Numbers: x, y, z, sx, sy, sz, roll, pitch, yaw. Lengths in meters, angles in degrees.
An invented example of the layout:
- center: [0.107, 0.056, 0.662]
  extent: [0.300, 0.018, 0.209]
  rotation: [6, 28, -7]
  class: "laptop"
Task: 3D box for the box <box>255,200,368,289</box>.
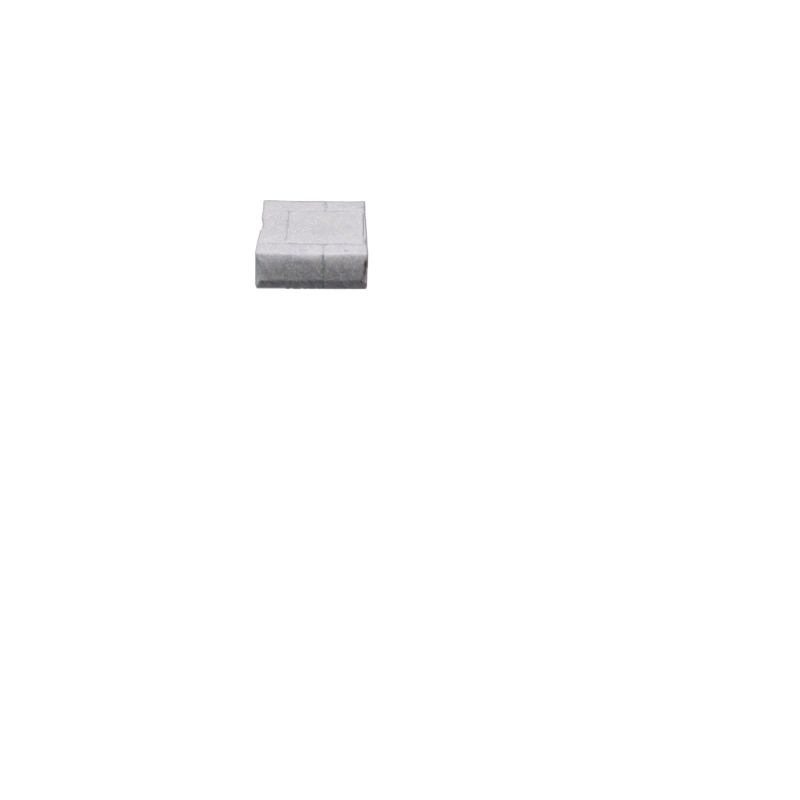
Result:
- center: [-0.059, -0.107, 0.751]
  extent: [0.073, 0.028, 0.095]
  rotation: [0, 31, -1]
  class: "box"
